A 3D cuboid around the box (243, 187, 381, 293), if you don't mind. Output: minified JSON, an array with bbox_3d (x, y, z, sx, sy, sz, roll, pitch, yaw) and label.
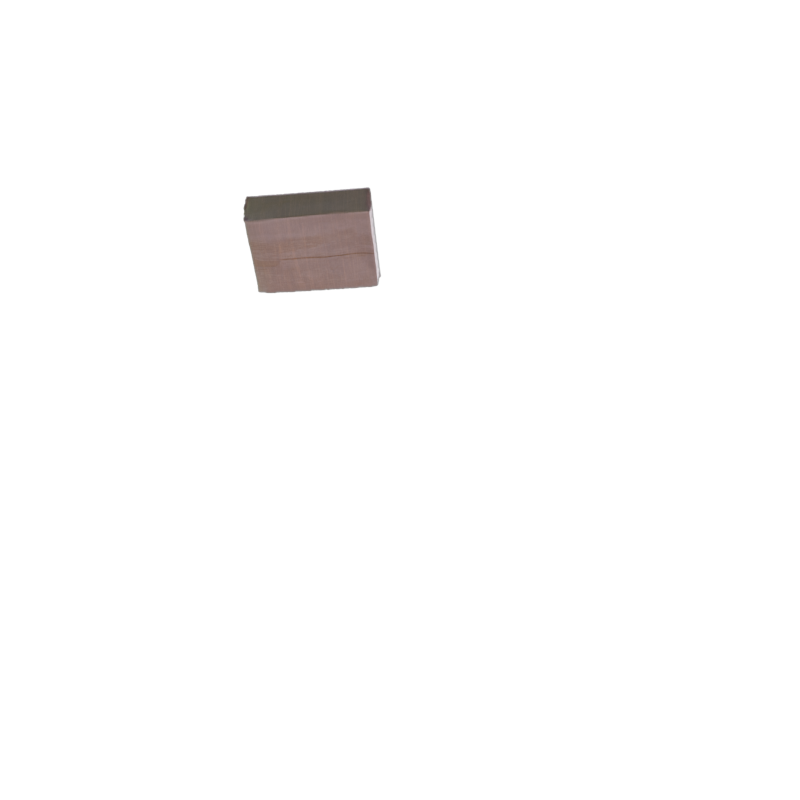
[{"bbox_3d":[-0.077,-0.141,0.985,0.114,0.083,0.042,-4,43,3],"label":"box"}]
